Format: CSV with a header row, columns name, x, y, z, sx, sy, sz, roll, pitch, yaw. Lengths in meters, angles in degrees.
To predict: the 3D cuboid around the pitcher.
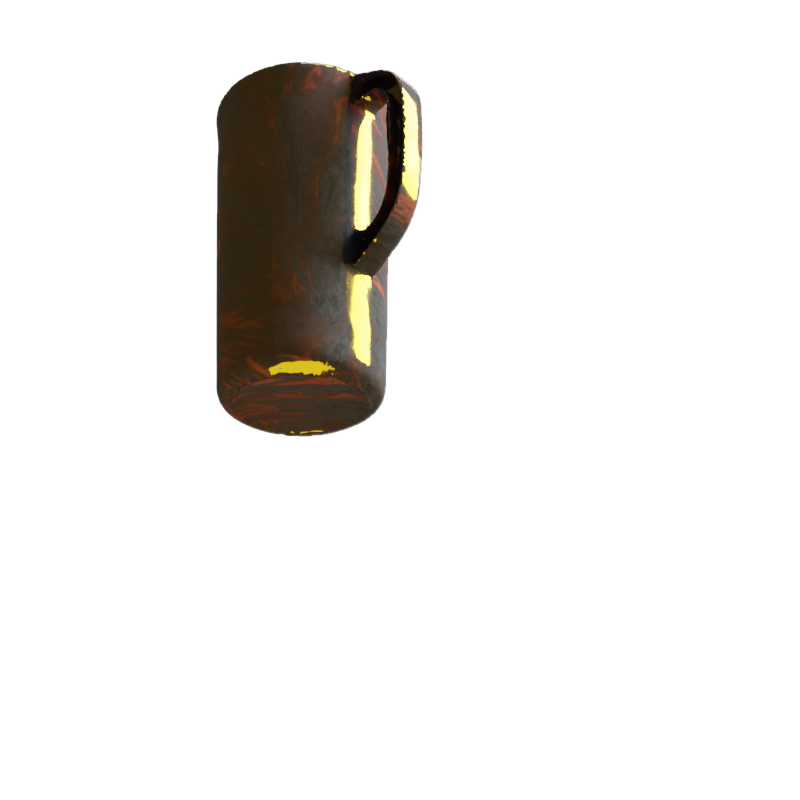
name,x,y,z,sx,sy,sz,roll,pitch,yaw
pitcher,-0.060,-0.109,0.761,0.144,0.259,0.140,0,-32,-3
